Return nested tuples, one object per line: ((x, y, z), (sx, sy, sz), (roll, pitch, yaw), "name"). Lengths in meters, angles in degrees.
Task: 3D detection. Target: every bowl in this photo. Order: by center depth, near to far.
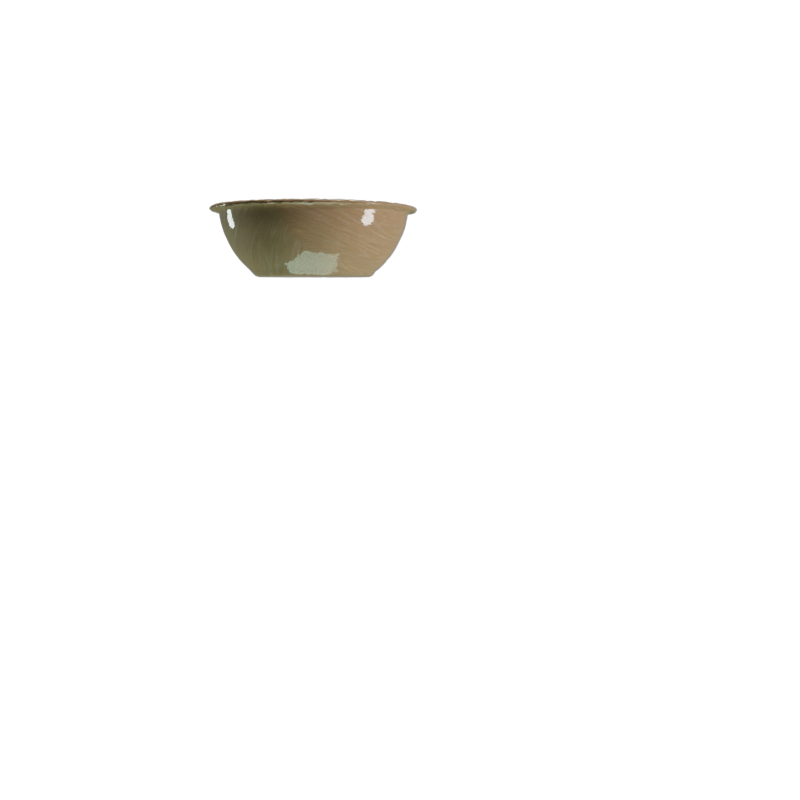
((-0.068, -0.123, 0.864), (0.162, 0.055, 0.163), (0, 5, -2), "bowl")
